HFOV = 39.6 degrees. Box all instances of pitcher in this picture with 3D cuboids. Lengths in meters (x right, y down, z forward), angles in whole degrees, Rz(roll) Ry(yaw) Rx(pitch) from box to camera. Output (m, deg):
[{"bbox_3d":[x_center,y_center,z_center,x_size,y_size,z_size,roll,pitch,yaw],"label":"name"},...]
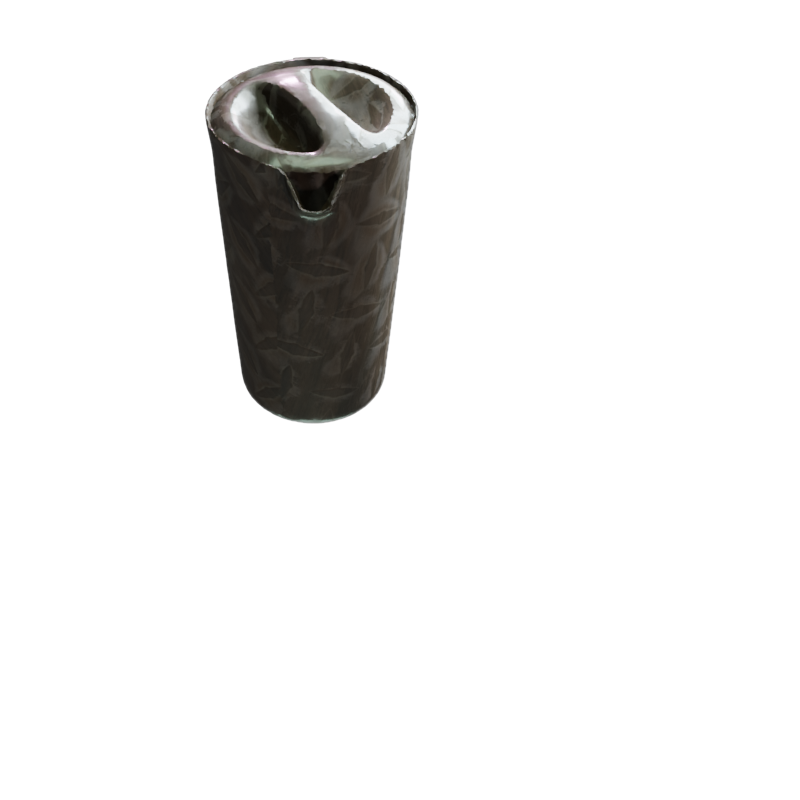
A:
[{"bbox_3d":[-0.060,-0.110,0.771,0.154,0.227,0.151,31,49,28],"label":"pitcher"}]
